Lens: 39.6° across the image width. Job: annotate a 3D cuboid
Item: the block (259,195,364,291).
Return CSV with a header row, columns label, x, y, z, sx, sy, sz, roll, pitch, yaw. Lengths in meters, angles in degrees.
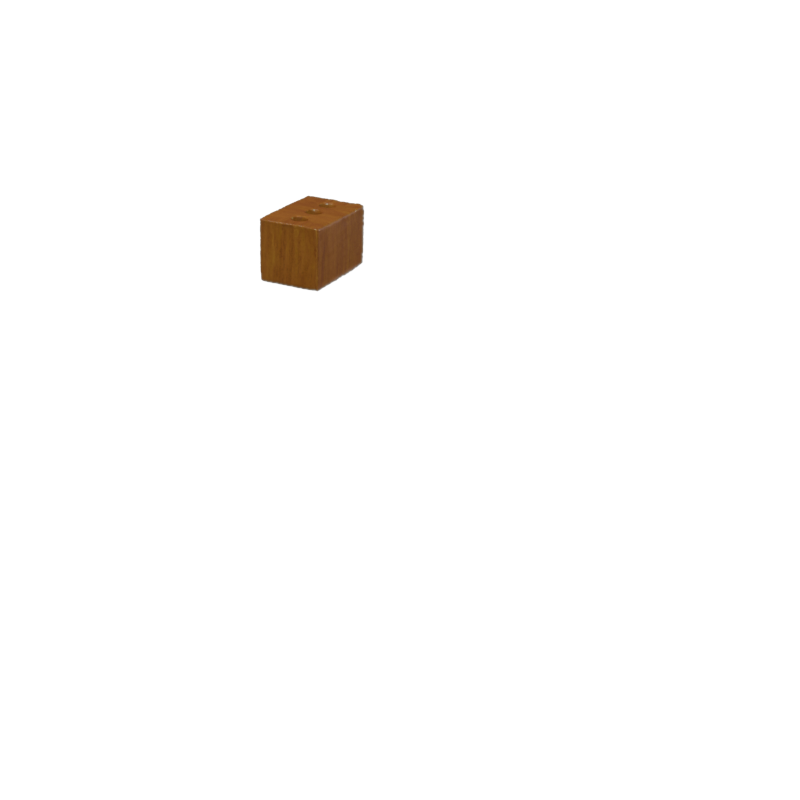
label,x,y,z,sx,sy,sz,roll,pitch,yaw
block,-0.068,-0.124,0.871,0.055,0.049,0.079,11,25,24
